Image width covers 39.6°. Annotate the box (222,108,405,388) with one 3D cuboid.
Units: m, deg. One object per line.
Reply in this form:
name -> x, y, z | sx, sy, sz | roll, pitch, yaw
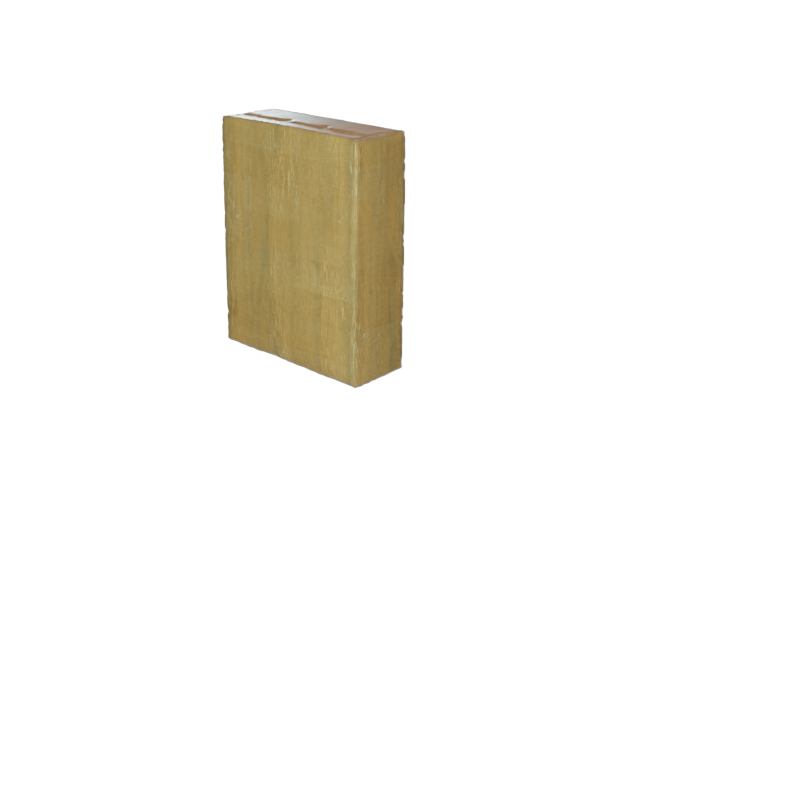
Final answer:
box -> -0.076, -0.139, 0.972 | 0.174, 0.205, 0.071 | 19, 25, 40
